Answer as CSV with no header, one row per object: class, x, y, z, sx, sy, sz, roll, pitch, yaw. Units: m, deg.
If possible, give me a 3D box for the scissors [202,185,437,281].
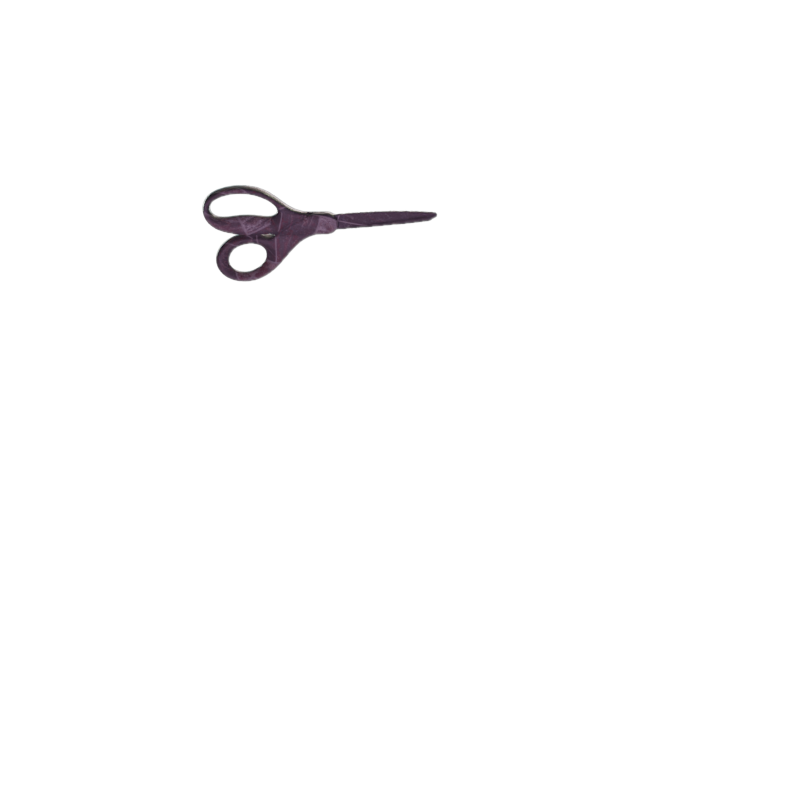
scissors,-0.076,-0.139,0.974,0.200,0.092,0.017,10,23,-5
